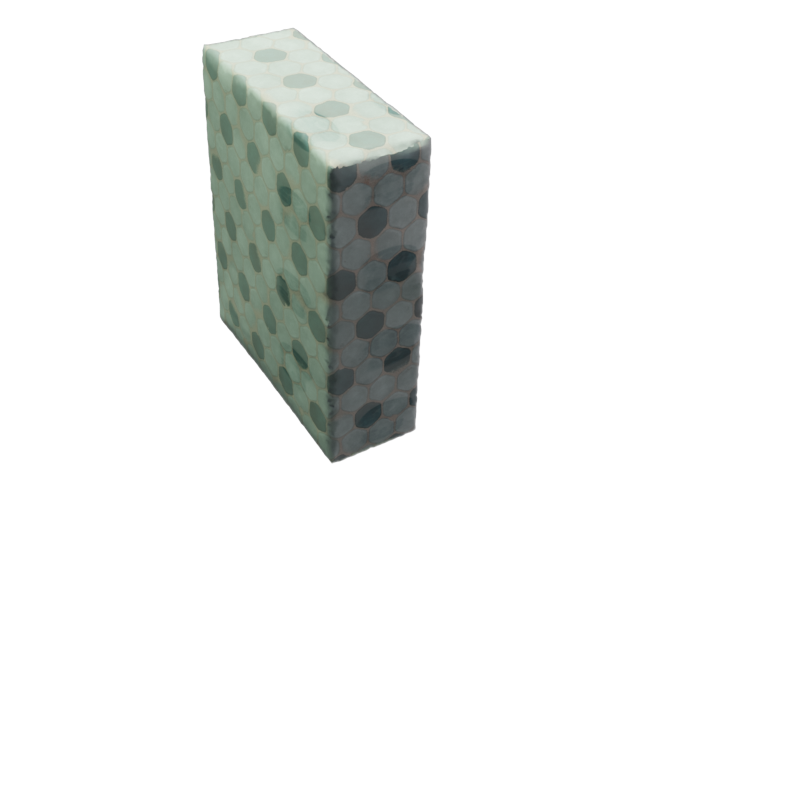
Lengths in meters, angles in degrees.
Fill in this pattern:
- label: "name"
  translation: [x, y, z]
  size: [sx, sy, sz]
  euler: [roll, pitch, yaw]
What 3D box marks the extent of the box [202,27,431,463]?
- label: "box"
  translation: [-0.053, -0.097, 0.679]
  size: [0.071, 0.200, 0.177]
  euler: [-18, 43, -24]
